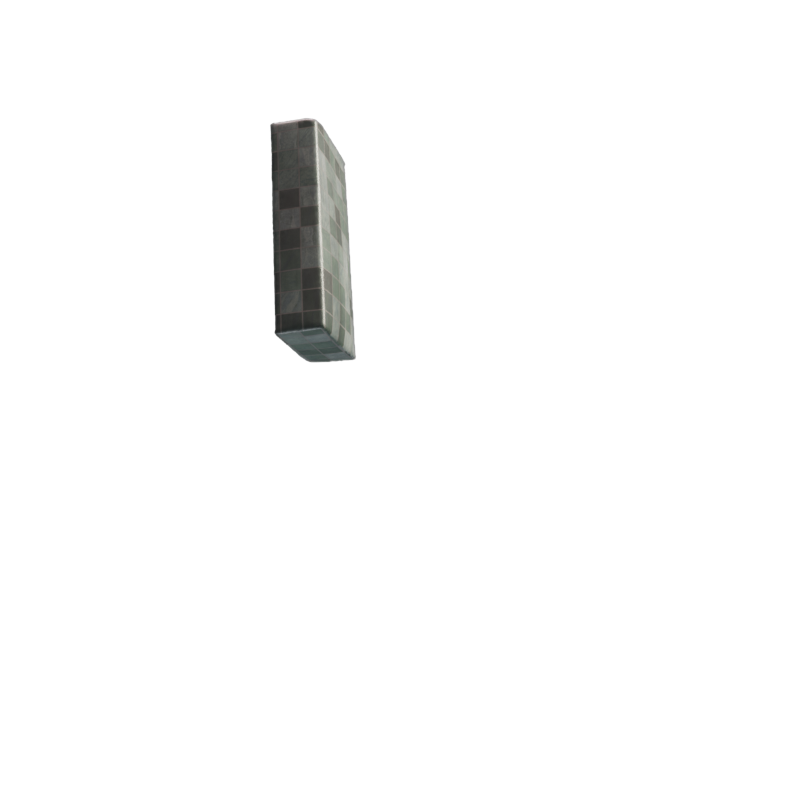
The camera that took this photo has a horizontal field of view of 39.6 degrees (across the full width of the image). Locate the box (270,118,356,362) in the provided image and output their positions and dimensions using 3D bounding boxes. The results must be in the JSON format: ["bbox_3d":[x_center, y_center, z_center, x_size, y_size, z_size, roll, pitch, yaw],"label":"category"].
[{"bbox_3d":[-0.069,-0.126,0.879,0.049,0.185,0.088,-6,-20,12],"label":"box"}]
